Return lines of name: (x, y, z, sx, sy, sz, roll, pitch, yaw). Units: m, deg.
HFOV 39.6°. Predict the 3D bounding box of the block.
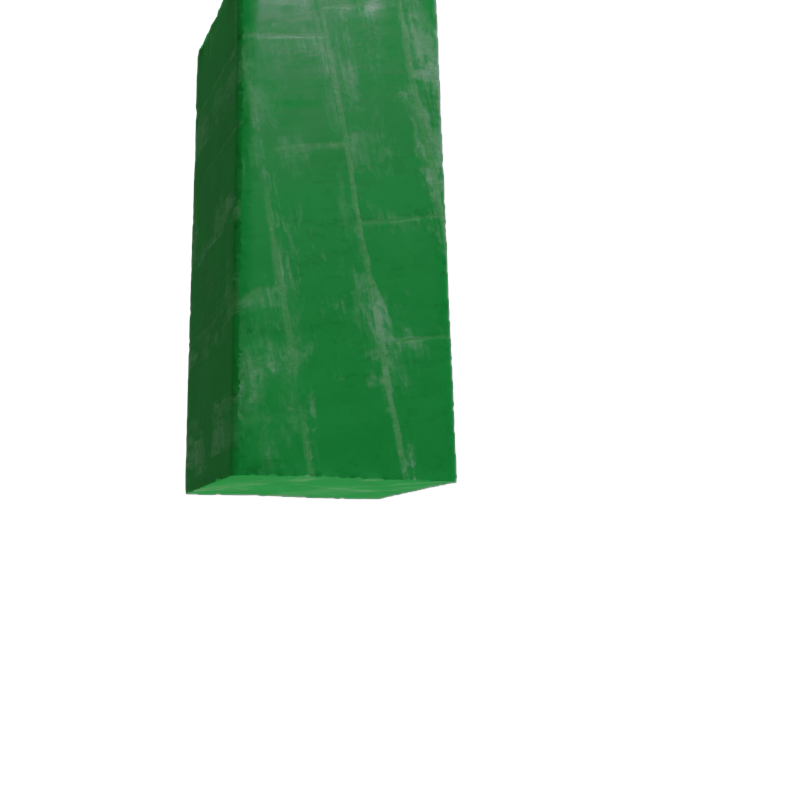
block: (-0.038, -0.067, 0.472, 0.088, 0.214, 0.090, 5, -17, -19)
